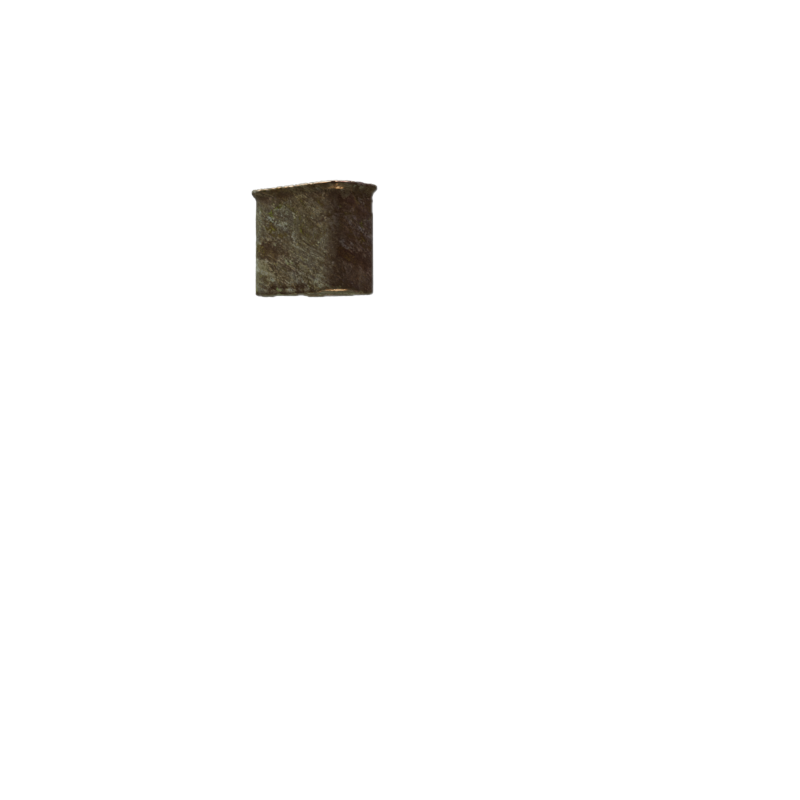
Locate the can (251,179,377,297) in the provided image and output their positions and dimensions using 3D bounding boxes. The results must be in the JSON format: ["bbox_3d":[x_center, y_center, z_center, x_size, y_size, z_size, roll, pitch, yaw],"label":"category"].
[{"bbox_3d":[-0.067,-0.123,0.860,0.106,0.085,0.055,-1,-3,40],"label":"can"}]
